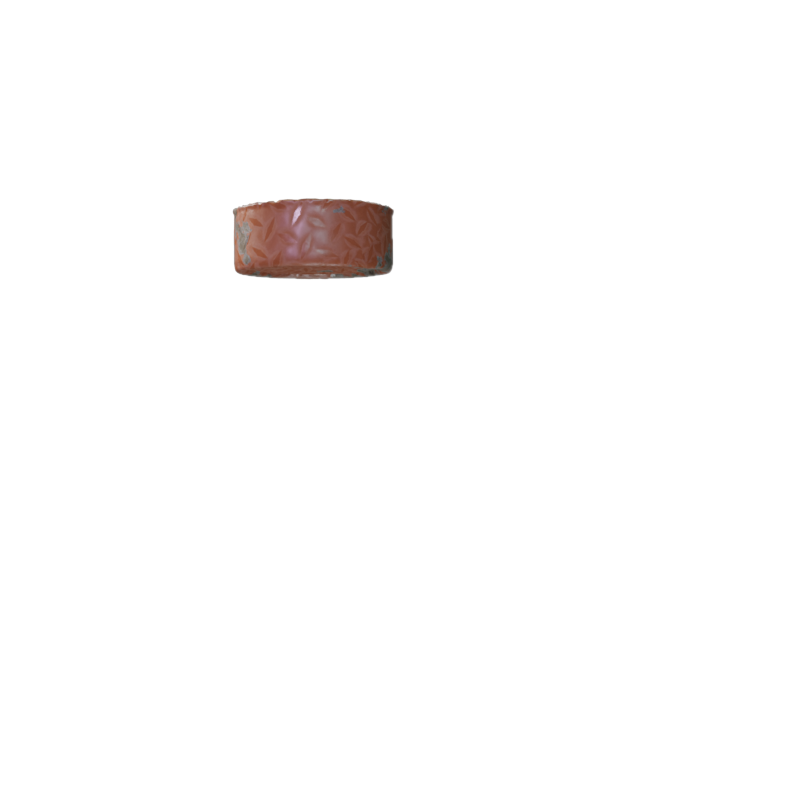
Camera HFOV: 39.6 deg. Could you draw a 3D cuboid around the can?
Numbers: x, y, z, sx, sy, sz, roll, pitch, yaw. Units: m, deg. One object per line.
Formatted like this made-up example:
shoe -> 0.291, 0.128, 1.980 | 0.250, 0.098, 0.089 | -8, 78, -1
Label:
can -> -0.046, -0.084, 0.588 | 0.086, 0.034, 0.085 | 0, 0, -2
